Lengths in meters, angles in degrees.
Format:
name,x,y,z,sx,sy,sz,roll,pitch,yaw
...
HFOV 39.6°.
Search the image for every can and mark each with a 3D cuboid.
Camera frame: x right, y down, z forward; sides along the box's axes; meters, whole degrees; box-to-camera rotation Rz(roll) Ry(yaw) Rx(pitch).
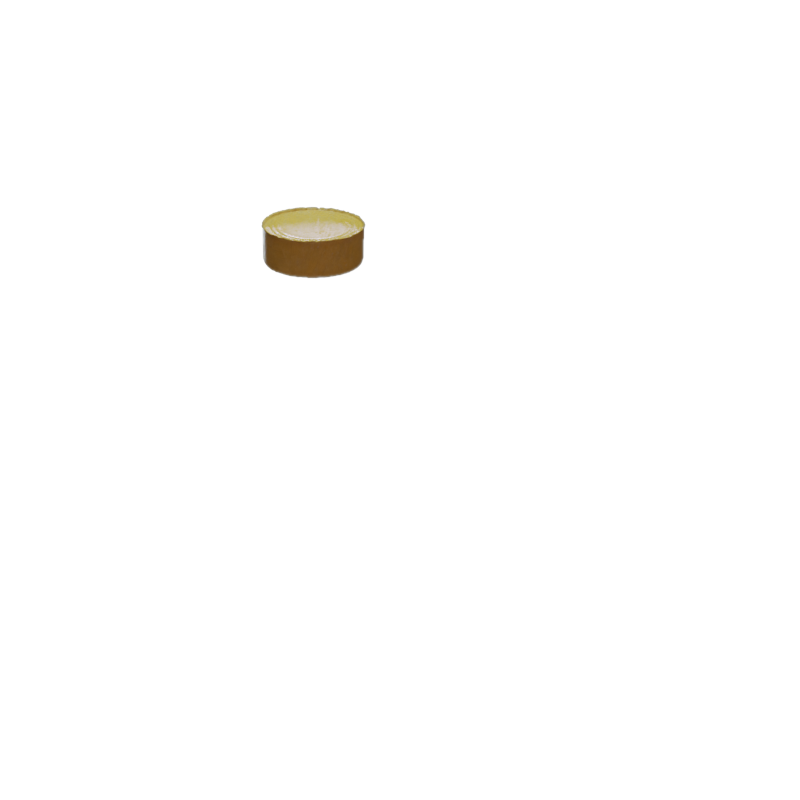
name,x,y,z,sx,sy,sz,roll,pitch,yaw
can,-0.072,-0.132,0.925,0.086,0.032,0.091,-1,26,-2
